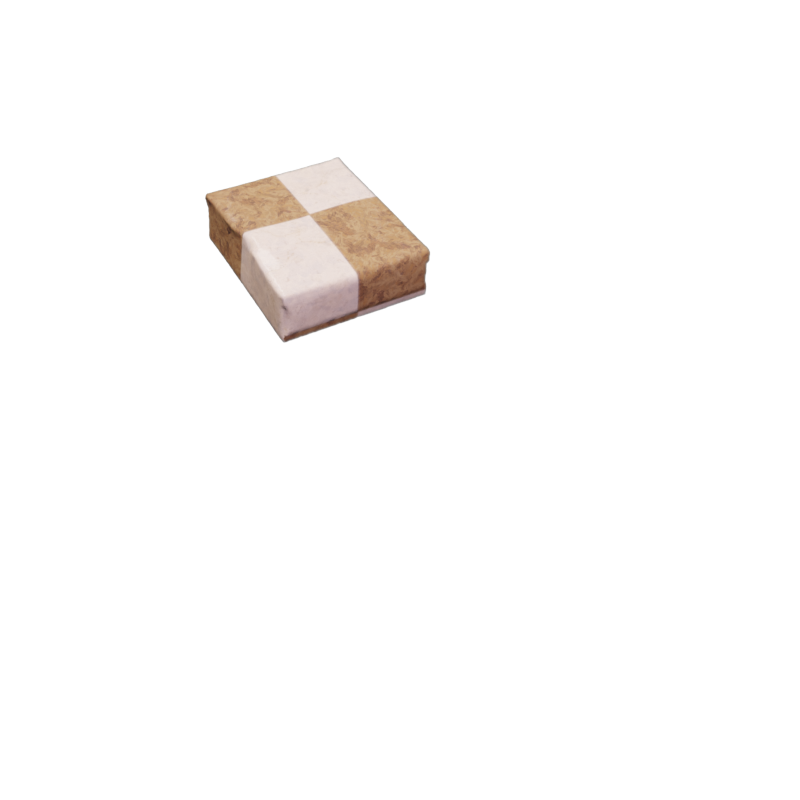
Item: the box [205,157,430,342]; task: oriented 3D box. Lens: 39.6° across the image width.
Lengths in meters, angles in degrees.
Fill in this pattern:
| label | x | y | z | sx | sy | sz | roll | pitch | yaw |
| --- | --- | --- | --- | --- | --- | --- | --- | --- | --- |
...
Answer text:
| label | x | y | z | sx | sy | sz | roll | pitch | yaw |
| --- | --- | --- | --- | --- | --- | --- | --- | --- | --- |
| box | -0.040 | -0.073 | 0.514 | 0.072 | 0.028 | 0.097 | -19 | 46 | -21 |
